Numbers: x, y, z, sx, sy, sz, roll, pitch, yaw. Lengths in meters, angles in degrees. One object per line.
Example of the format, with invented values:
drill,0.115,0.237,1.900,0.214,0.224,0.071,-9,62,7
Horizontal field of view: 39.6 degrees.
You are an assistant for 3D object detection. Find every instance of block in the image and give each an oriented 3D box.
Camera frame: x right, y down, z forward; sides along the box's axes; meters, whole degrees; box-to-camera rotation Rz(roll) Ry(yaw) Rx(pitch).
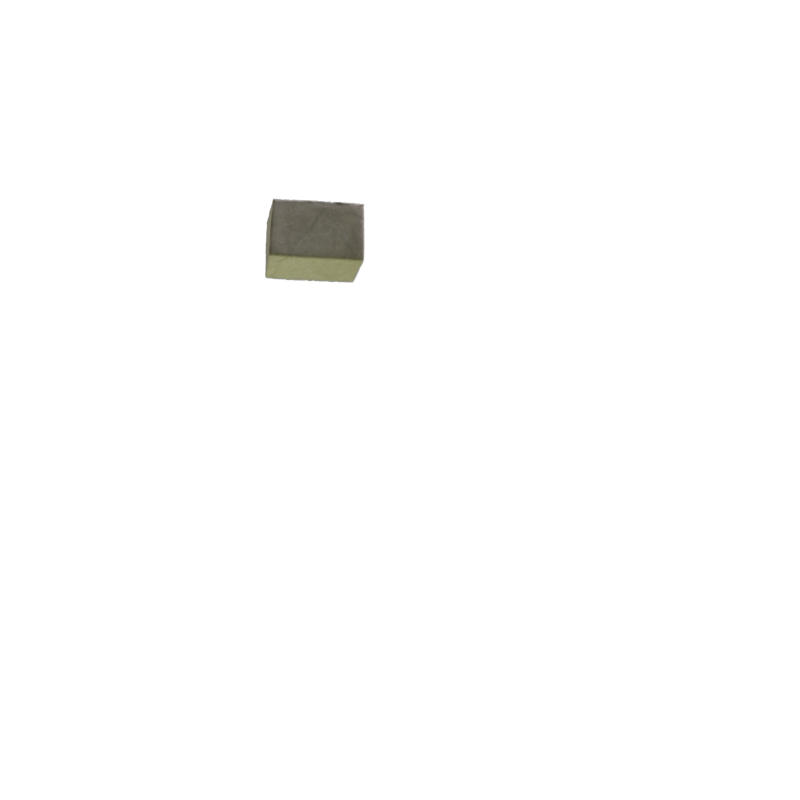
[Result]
block,-0.072,-0.131,0.914,0.077,0.054,0.051,2,-19,-9
